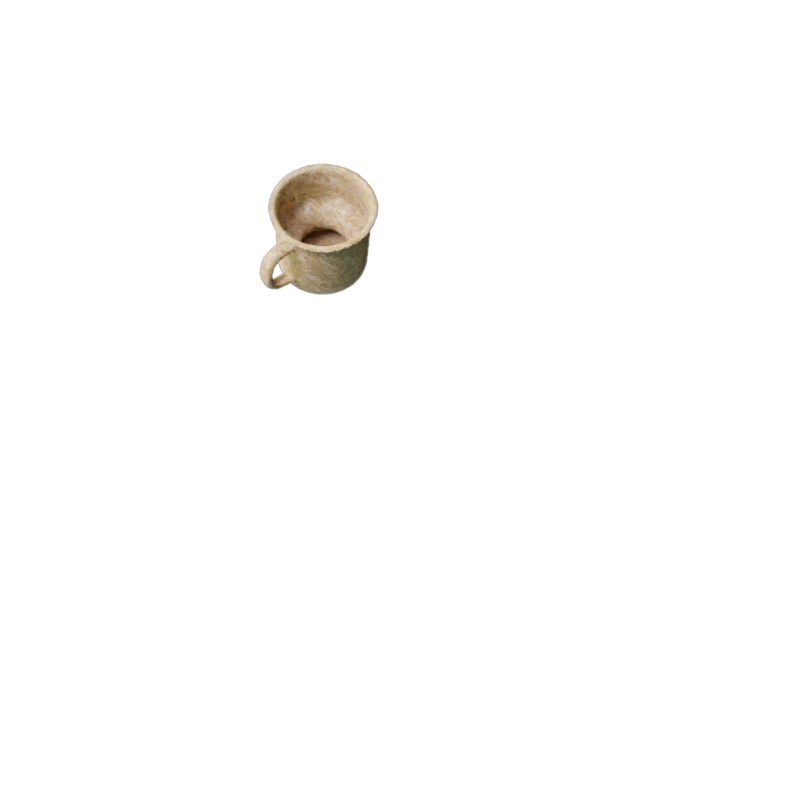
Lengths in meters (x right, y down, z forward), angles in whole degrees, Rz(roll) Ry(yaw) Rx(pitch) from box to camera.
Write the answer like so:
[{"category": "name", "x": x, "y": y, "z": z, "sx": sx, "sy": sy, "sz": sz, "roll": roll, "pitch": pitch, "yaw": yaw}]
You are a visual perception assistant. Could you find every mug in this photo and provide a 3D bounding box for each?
[{"category": "mug", "x": -0.075, "y": -0.137, "z": 0.963, "sx": 0.098, "sy": 0.119, "sz": 0.076, "roll": 38, "pitch": -25, "yaw": 19}]
